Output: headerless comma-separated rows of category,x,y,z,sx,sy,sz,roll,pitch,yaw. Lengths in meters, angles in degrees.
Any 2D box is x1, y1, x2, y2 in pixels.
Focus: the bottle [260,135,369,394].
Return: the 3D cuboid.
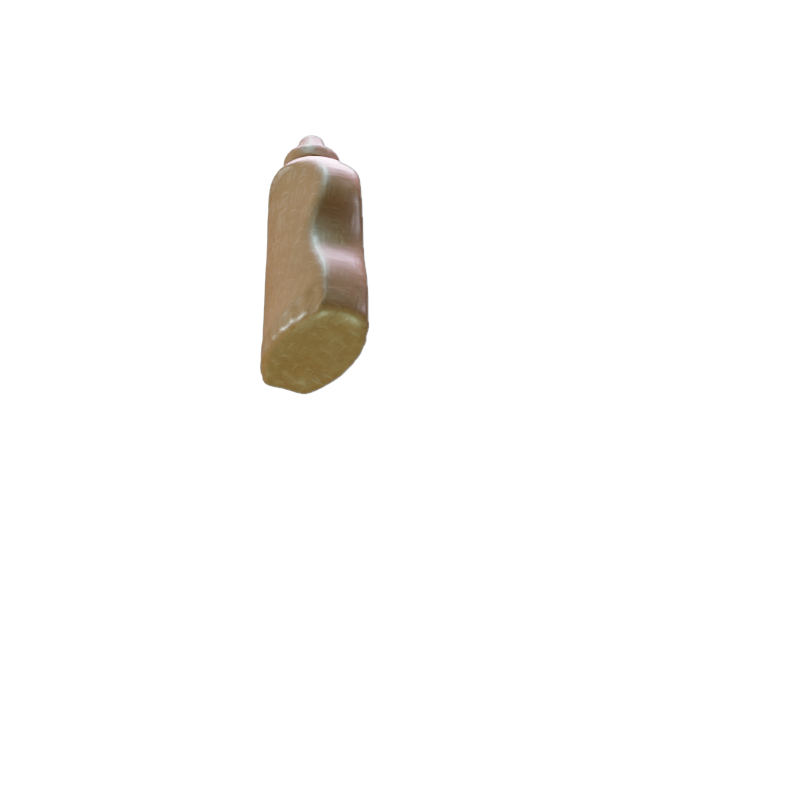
bottle,-0.059,-0.108,0.752,0.056,0.206,0.093,15,-41,-22
